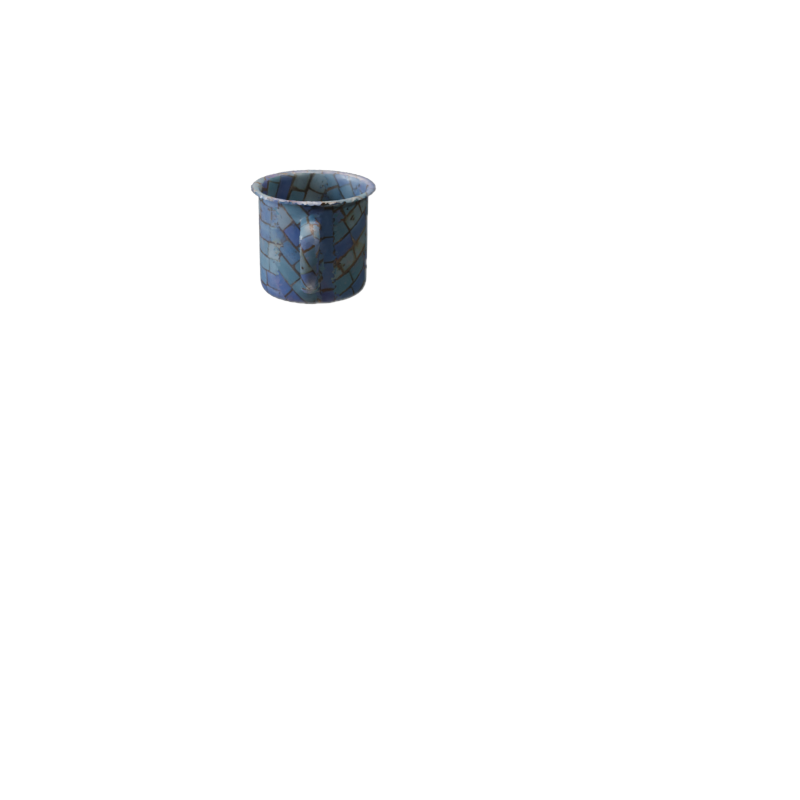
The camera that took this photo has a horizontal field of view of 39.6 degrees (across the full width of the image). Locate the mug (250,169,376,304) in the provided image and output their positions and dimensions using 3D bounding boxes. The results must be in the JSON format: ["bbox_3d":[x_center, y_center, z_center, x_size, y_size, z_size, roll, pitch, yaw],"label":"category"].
[{"bbox_3d":[-0.065,-0.118,0.827,0.093,0.078,0.123,-1,24,-3],"label":"mug"}]
